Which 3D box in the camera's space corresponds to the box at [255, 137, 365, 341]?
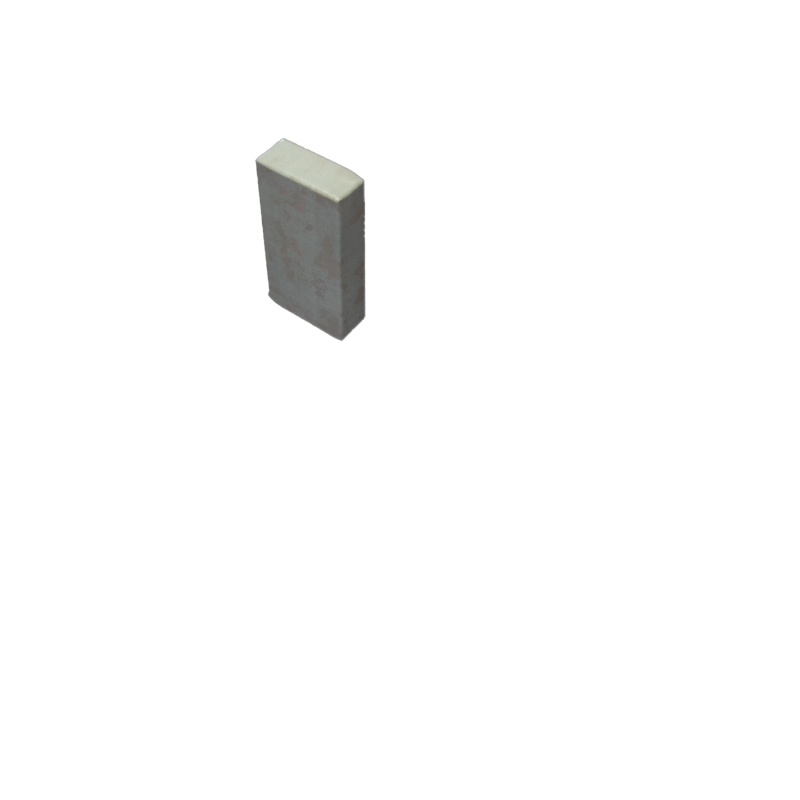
[{"bbox_3d":[-0.077,-0.142,0.992,0.098,0.164,0.049,31,53,23],"label":"box"}]
